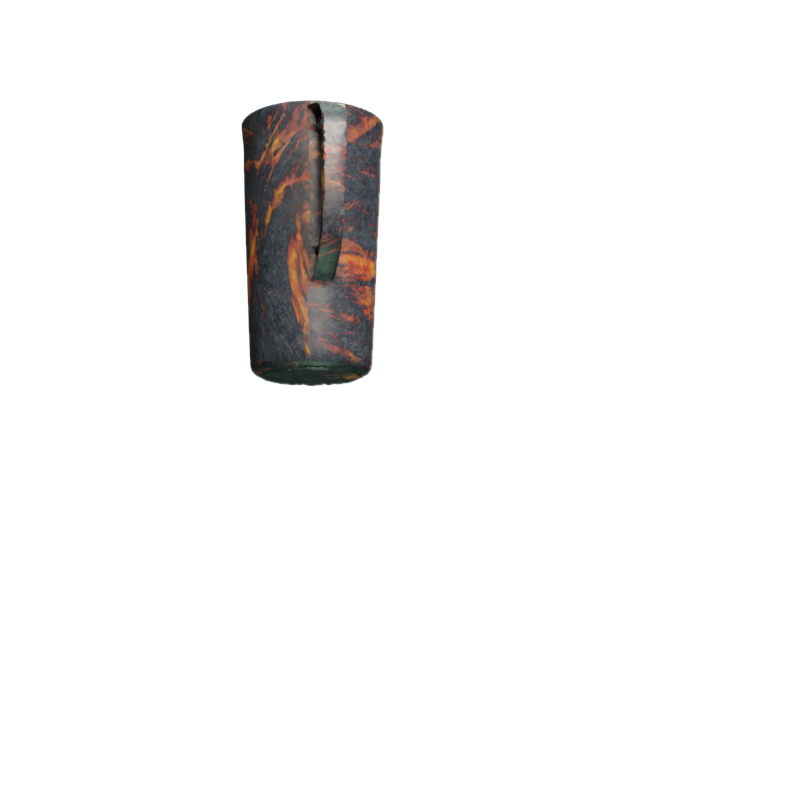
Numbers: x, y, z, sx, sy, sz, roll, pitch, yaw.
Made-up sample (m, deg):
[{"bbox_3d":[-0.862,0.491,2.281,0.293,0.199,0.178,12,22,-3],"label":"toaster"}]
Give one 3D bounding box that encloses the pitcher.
[{"bbox_3d":[-0.078,-0.142,0.997,0.148,0.252,0.141,-9,-16,30],"label":"pitcher"}]
